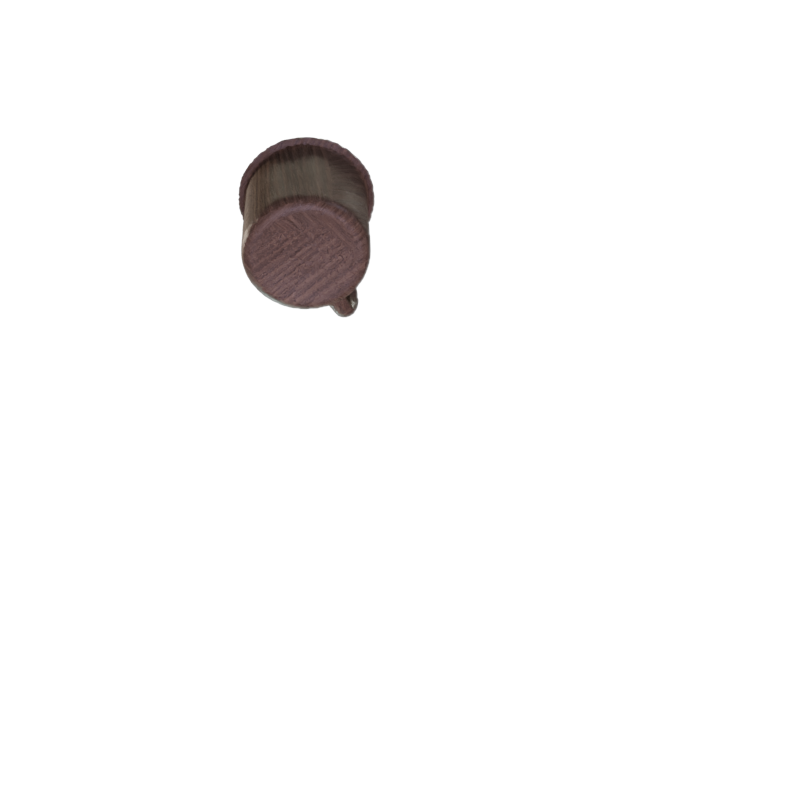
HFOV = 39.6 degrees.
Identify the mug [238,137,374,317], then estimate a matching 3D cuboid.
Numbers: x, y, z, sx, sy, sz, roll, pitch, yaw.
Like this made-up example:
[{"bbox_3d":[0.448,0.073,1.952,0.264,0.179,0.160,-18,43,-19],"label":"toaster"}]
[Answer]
[{"bbox_3d":[-0.057,-0.104,0.728,0.094,0.109,0.087,-19,32,10],"label":"mug"}]
